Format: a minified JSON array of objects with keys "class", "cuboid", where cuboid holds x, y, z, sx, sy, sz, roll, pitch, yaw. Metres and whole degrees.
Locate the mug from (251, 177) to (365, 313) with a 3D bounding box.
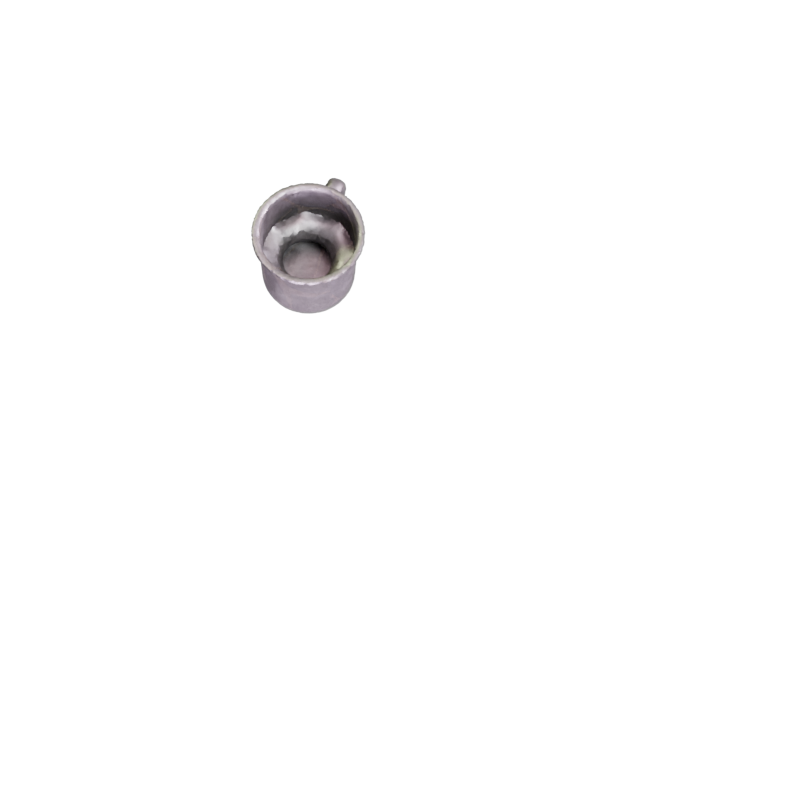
[{"class":"mug","cuboid":[-0.074,-0.135,0.944,0.095,0.122,0.077,18,-22,6]}]
